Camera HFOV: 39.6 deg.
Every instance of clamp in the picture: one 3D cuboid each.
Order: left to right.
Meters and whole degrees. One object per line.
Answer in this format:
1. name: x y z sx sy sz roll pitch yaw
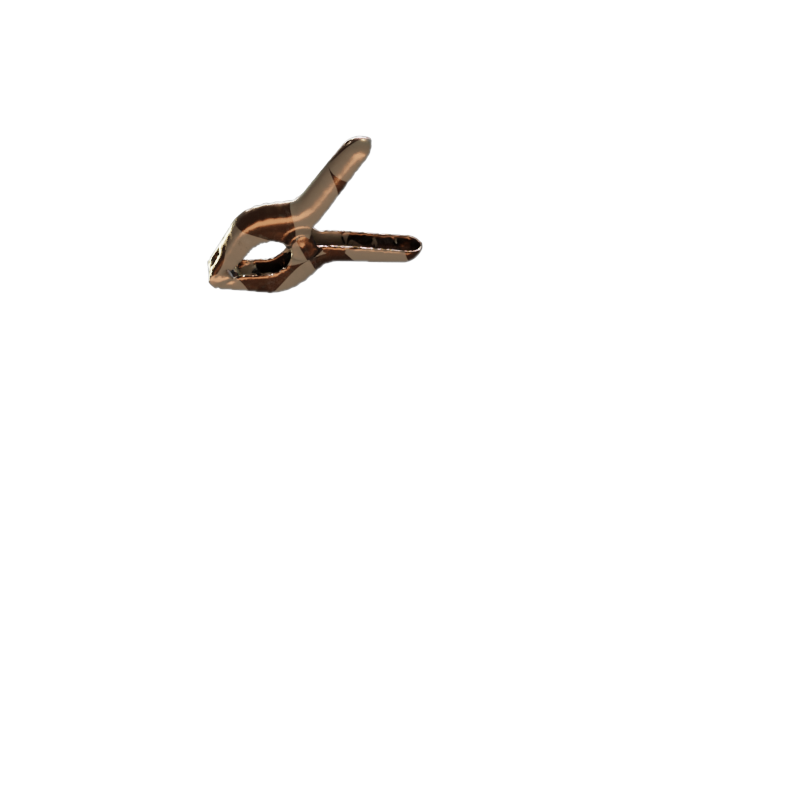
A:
1. clamp: -0.069 -0.126 0.885 0.171 0.113 0.042 -28 29 16
